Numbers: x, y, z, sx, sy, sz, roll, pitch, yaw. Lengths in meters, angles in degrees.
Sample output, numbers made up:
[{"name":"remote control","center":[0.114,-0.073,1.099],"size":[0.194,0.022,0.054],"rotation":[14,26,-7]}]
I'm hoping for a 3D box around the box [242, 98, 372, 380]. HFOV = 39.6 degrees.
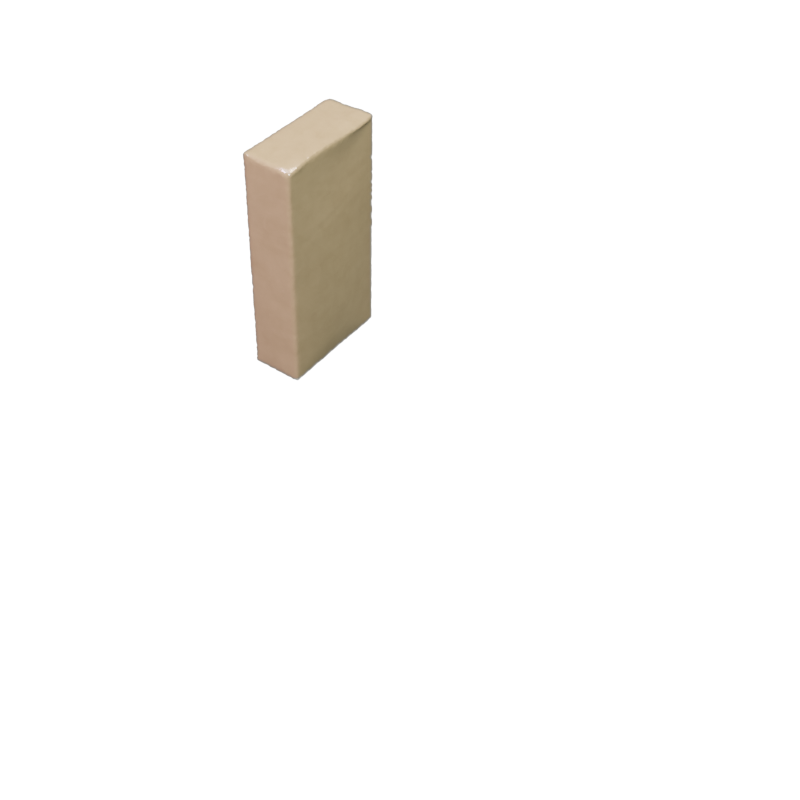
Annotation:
[{"name":"box","center":[-0.060,-0.110,0.770],"size":[0.051,0.164,0.095],"rotation":[26,46,24]}]
